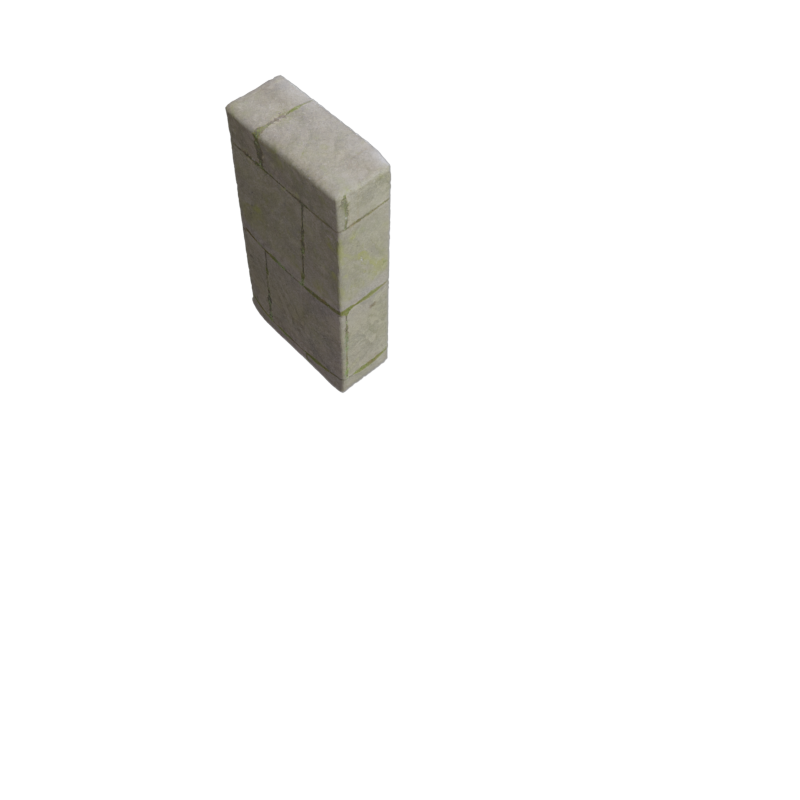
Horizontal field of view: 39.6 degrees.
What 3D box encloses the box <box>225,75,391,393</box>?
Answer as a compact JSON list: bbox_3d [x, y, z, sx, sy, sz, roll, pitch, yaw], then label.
[{"bbox_3d":[-0.049,-0.090,0.634,0.048,0.099,0.165,-33,-28,-25],"label":"box"}]
